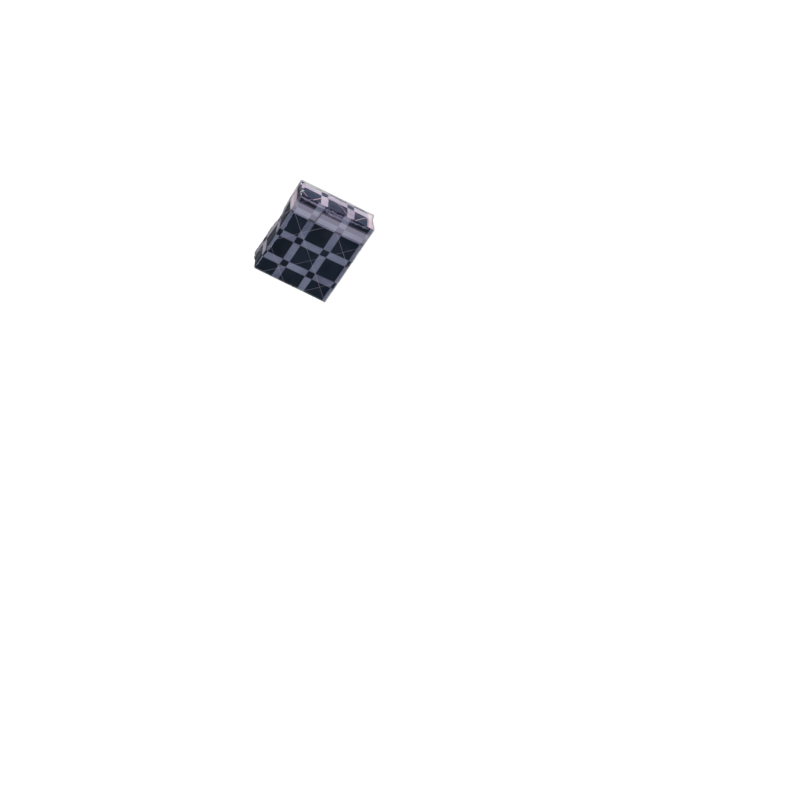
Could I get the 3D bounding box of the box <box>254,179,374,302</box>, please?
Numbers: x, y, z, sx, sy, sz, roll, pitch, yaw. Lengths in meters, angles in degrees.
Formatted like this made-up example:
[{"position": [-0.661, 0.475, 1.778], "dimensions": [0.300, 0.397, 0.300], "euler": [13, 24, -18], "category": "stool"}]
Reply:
[{"position": [-0.076, -0.138, 0.965], "dimensions": [0.071, 0.087, 0.032], "euler": [26, 31, -18], "category": "box"}]
